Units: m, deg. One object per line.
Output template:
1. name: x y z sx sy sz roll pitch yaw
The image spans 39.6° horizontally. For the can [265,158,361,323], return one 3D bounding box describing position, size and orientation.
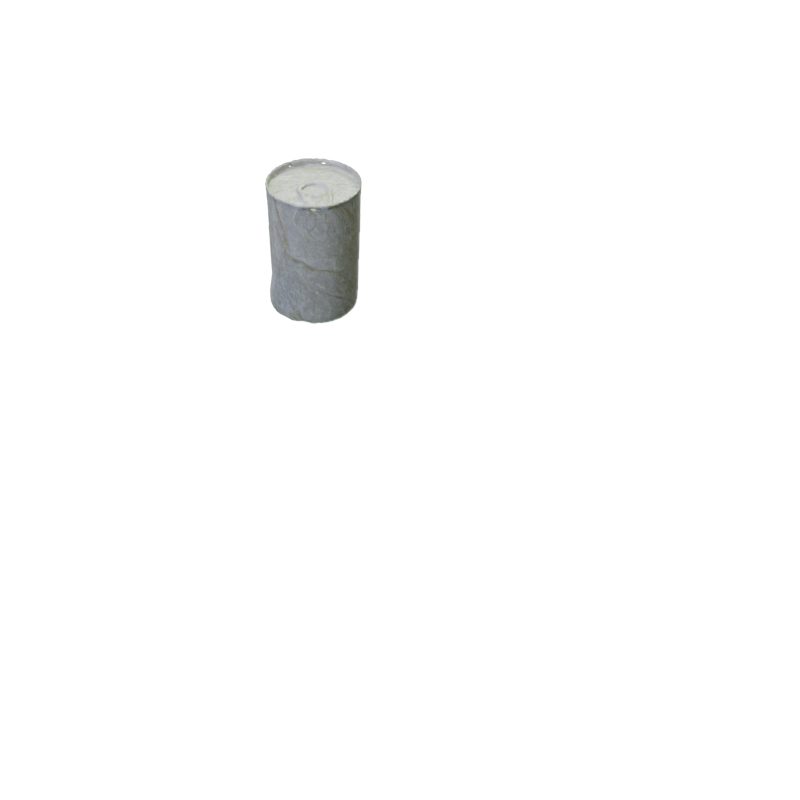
1. can: -0.063 -0.115 0.807 0.068 0.096 0.073 0 36 -3
